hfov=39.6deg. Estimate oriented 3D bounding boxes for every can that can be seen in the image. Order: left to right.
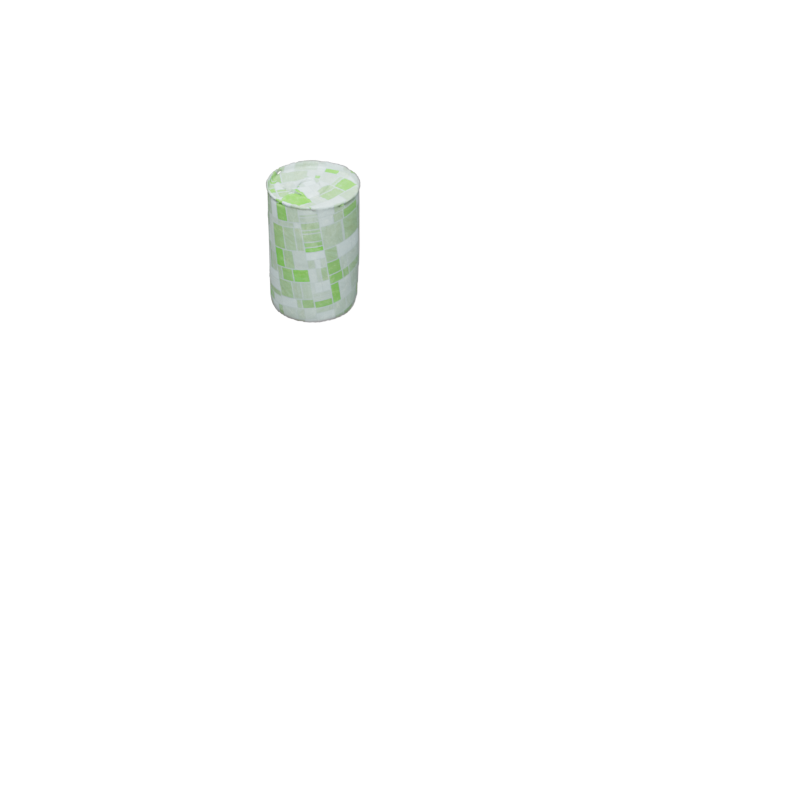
[{"bbox_3d":[-0.064,-0.117,0.822,0.068,0.096,0.073,0,37,-3],"label":"can"}]
